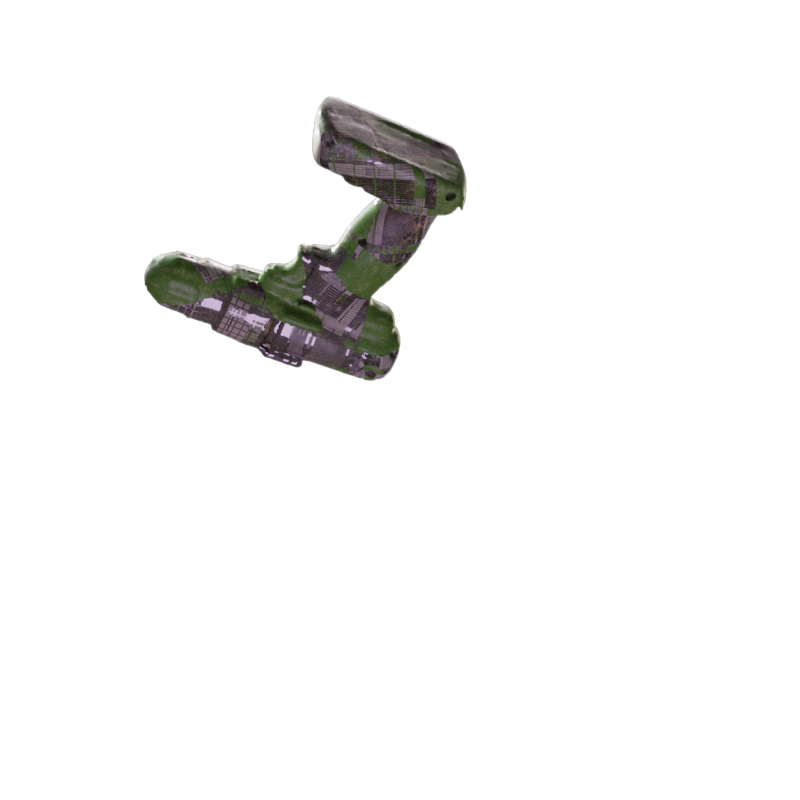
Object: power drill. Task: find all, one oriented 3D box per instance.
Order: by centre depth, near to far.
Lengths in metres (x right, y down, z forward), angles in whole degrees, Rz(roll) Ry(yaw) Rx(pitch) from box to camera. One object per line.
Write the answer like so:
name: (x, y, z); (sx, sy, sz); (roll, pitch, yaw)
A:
power drill: (-0.057, -0.104, 0.728); (0.179, 0.181, 0.062); (19, 39, -17)
